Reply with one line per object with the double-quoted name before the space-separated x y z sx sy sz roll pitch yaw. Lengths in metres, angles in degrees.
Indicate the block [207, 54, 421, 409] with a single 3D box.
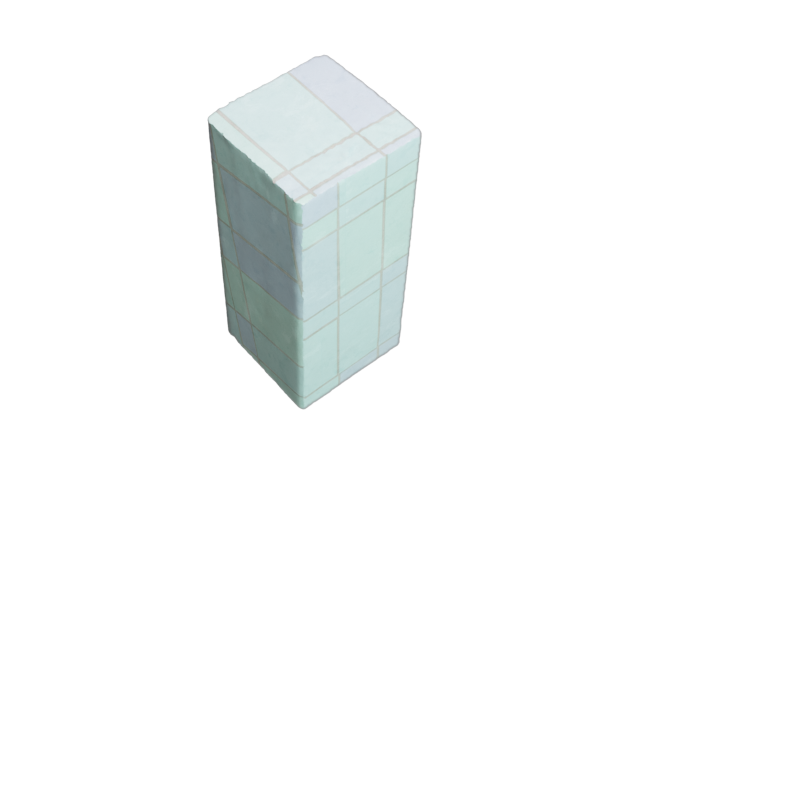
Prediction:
"block" -0.055 -0.100 0.700 0.091 0.096 0.193 -34 -26 -24
